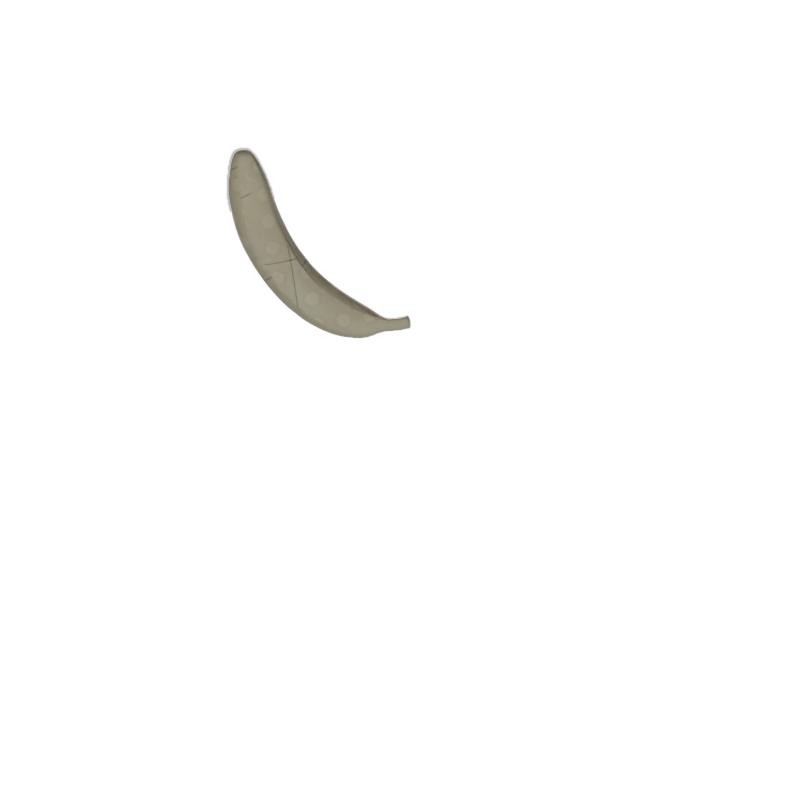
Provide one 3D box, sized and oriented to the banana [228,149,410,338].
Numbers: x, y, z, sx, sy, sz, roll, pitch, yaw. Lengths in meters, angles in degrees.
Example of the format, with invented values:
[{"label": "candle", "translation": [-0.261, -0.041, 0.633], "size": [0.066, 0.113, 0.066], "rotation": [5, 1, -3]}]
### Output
[{"label": "banana", "translation": [-0.080, -0.111, 0.880], "size": [0.069, 0.190, 0.038], "rotation": [-41, 16, 15]}]
